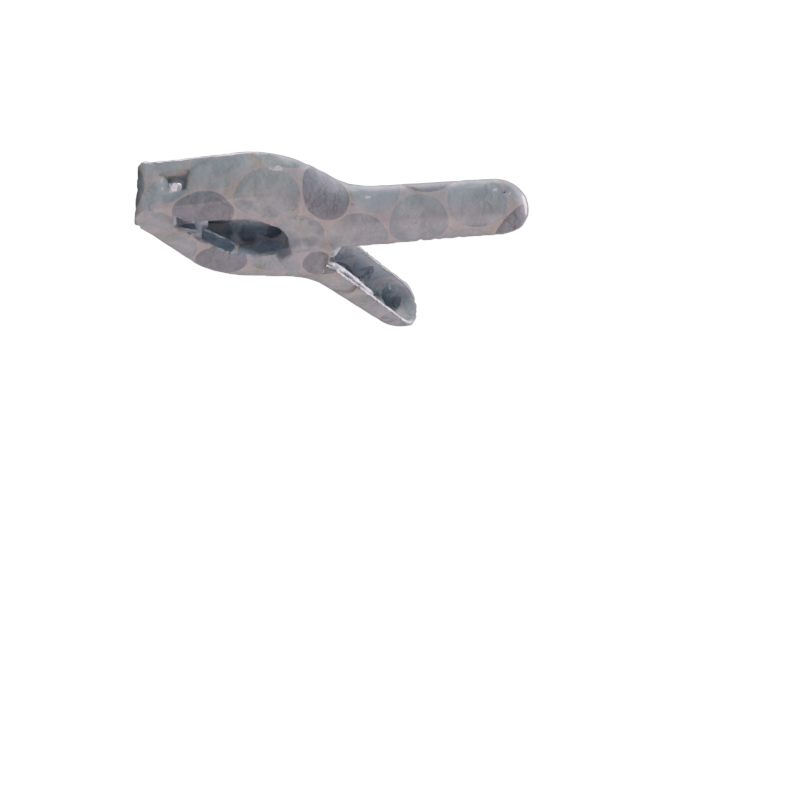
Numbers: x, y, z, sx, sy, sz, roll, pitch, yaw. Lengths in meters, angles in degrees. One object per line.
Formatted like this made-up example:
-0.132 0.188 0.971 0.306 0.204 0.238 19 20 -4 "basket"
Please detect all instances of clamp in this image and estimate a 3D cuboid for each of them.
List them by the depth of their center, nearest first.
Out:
-0.040 -0.074 0.517 0.168 0.042 0.115 8 -33 -13 "clamp"
